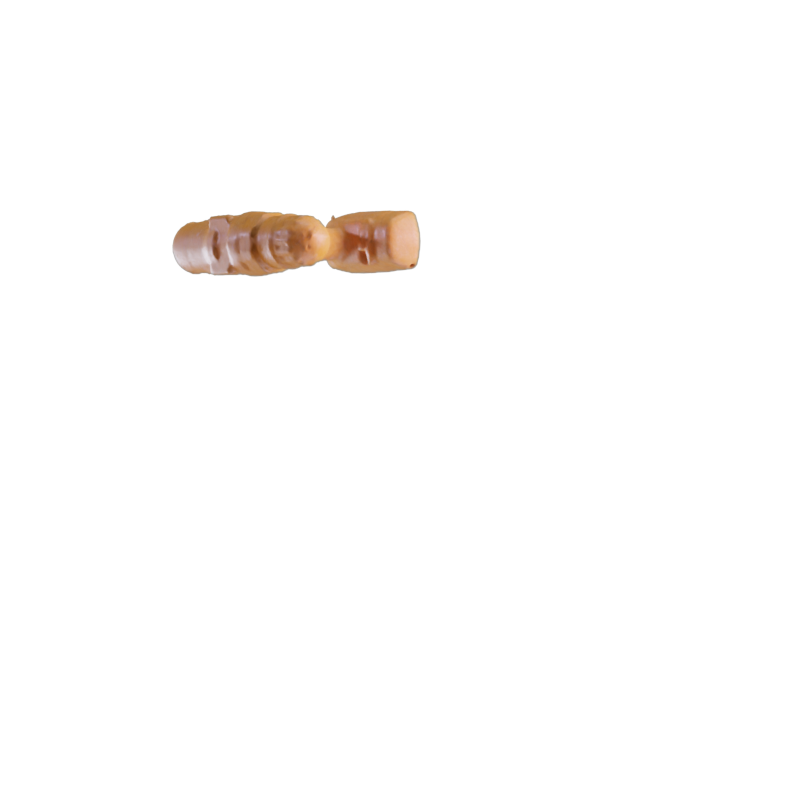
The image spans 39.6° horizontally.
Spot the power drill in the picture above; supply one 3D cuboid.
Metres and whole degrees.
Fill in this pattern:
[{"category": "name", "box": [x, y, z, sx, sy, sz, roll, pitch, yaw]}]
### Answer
[{"category": "power drill", "box": [-0.074, -0.134, 0.942, 0.181, 0.057, 0.192, -6, 9, -41]}]
